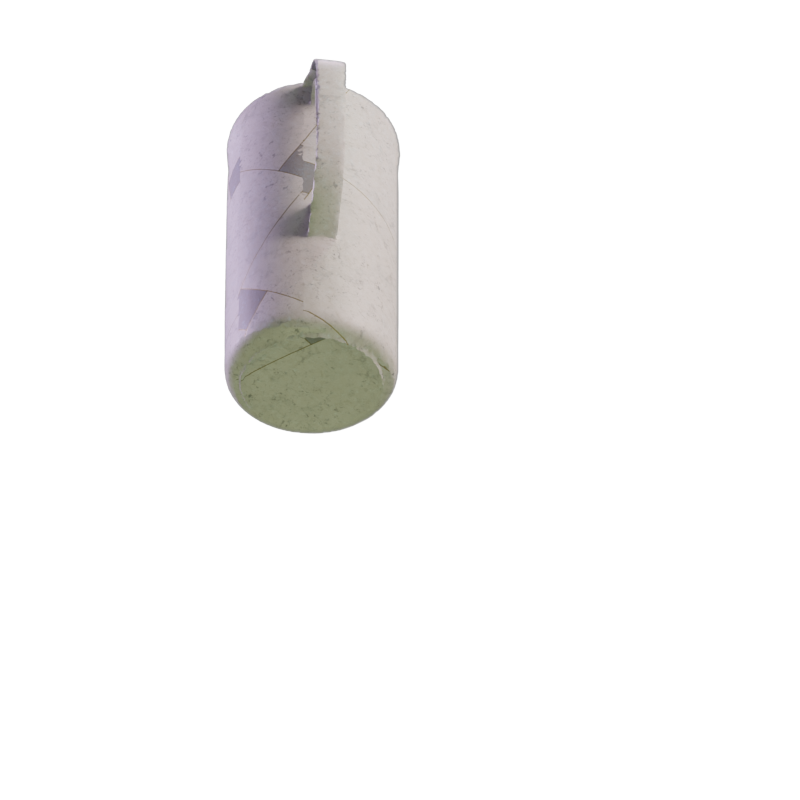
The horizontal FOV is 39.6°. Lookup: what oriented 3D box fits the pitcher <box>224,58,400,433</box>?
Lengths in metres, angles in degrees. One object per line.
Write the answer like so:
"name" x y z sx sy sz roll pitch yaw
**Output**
"pitcher" -0.060 -0.109 0.762 0.145 0.261 0.139 -28 -50 23
